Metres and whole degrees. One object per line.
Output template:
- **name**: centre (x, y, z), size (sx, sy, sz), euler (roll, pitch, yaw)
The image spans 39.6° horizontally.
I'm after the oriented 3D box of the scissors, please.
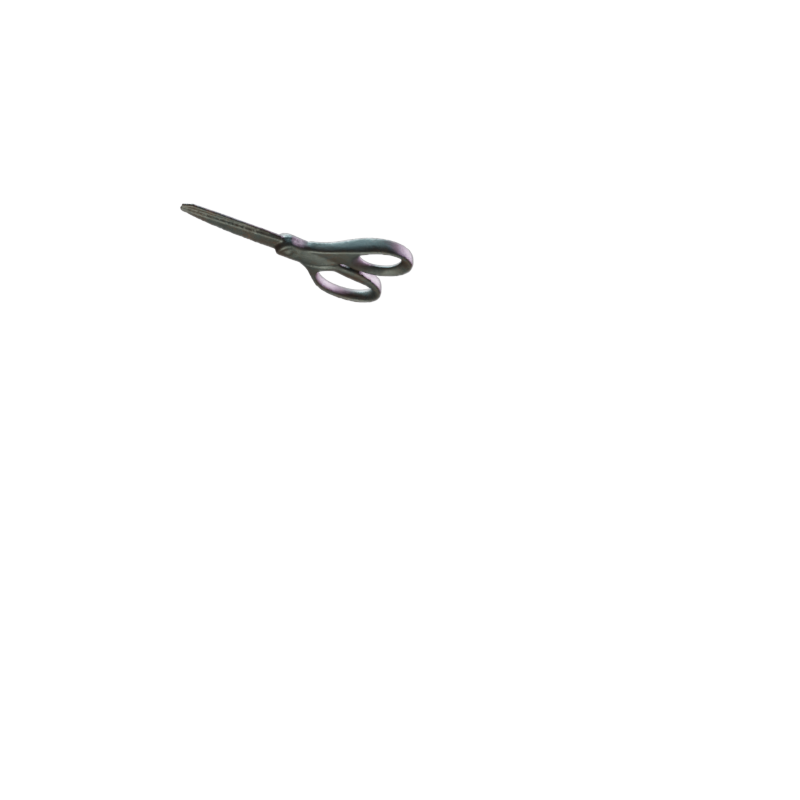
- **scissors**: centre (-0.068, -0.124, 0.866), size (0.097, 0.017, 0.188), euler (-17, -30, 33)
